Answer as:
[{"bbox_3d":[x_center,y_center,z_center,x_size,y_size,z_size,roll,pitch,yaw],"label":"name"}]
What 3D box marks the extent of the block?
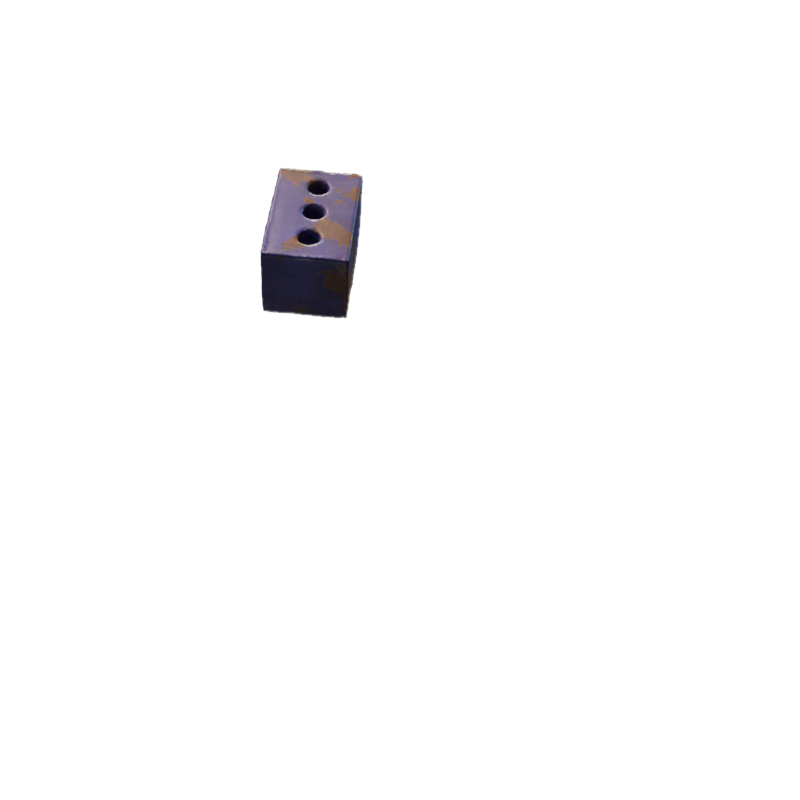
[{"bbox_3d":[-0.052,-0.095,0.668,0.053,0.083,0.048,4,-42,2],"label":"block"}]
